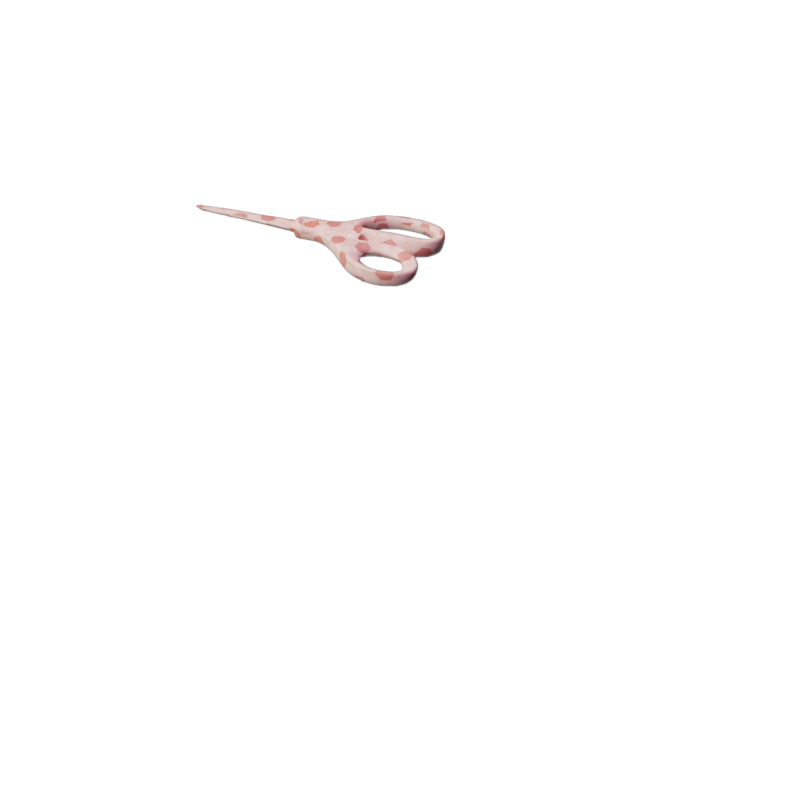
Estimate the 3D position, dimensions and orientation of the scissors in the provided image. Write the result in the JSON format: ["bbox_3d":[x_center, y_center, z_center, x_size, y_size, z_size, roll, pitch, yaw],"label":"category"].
[{"bbox_3d":[-0.067,-0.122,0.856,0.203,0.015,0.102,3,36,5],"label":"scissors"}]
